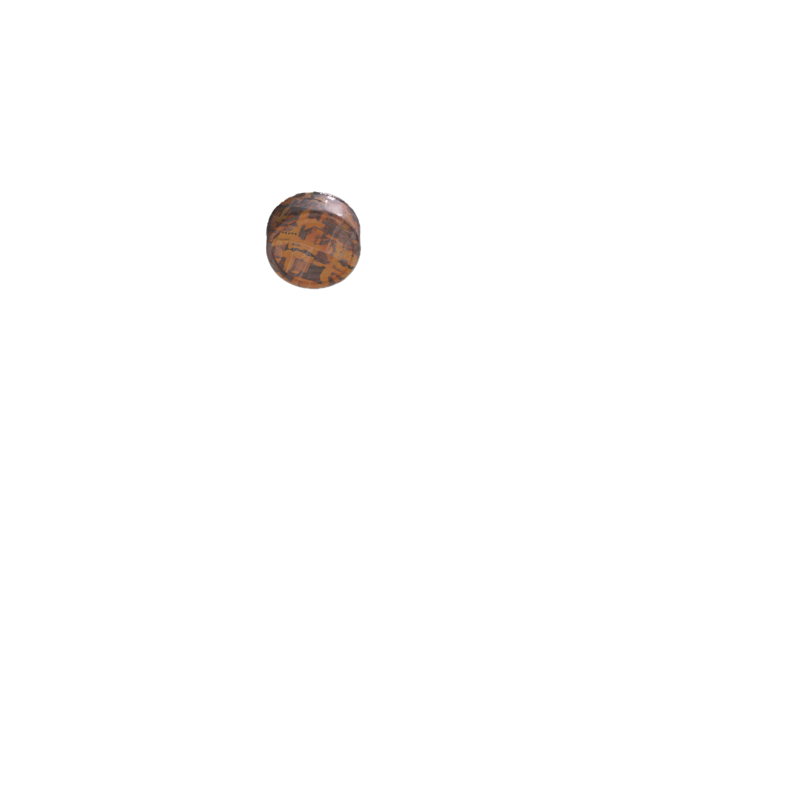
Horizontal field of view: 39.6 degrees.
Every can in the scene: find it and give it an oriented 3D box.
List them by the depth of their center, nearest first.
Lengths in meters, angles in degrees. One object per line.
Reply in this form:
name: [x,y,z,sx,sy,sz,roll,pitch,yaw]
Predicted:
can: [-0.078,-0.142,0.993,0.086,0.080,0.036,1,37,-1]
